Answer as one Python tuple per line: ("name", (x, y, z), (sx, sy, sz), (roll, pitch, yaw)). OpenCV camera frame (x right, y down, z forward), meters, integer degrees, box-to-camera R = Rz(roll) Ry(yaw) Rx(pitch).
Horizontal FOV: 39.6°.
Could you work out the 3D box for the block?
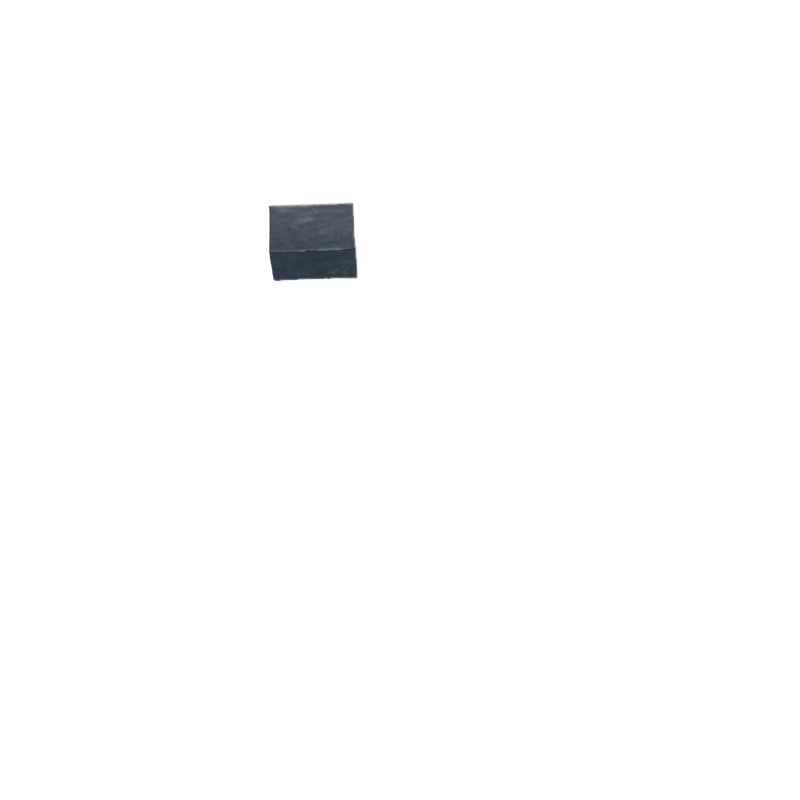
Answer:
("block", (-0.078, -0.142, 0.996), (0.078, 0.054, 0.050), (-1, -27, 1))
